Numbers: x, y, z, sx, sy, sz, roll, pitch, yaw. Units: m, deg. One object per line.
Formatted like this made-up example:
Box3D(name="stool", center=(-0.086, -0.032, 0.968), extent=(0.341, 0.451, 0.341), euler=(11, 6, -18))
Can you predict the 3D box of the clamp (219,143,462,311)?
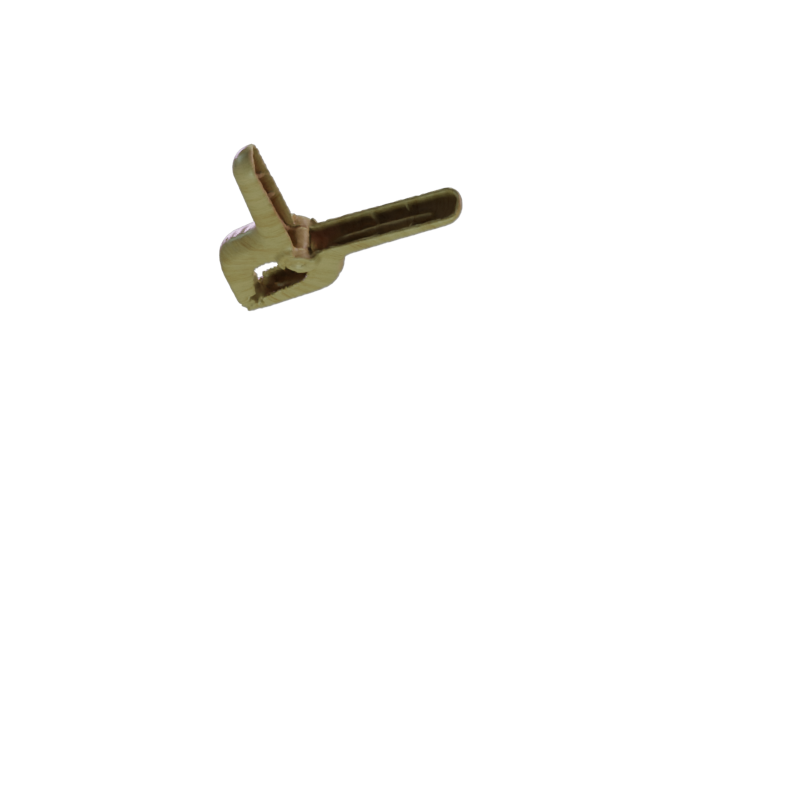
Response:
Box3D(name="clamp", center=(-0.063, -0.115, 0.804), extent=(0.160, 0.038, 0.205), euler=(7, -22, -19))
